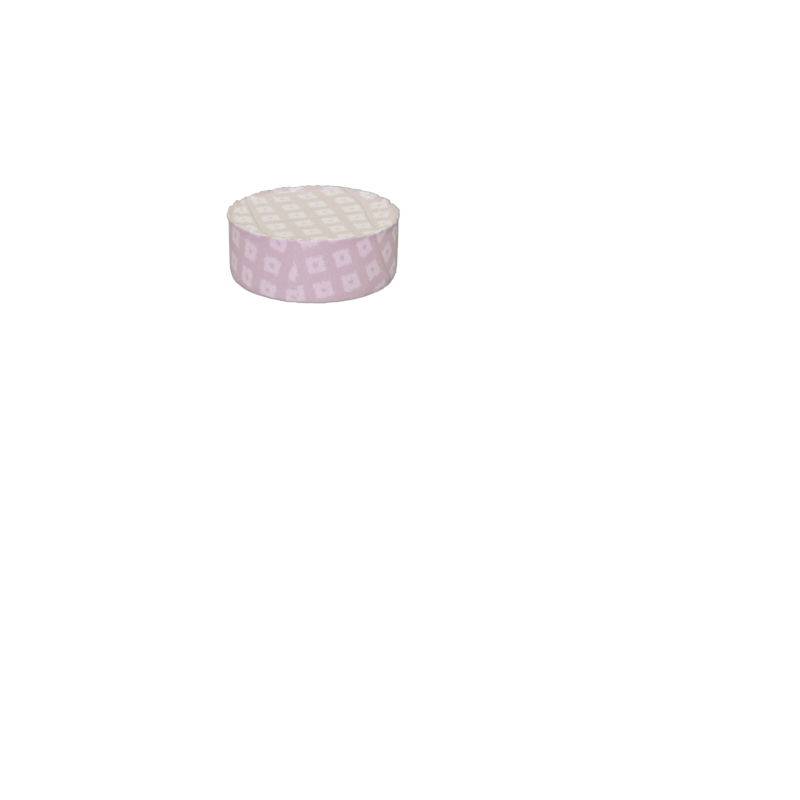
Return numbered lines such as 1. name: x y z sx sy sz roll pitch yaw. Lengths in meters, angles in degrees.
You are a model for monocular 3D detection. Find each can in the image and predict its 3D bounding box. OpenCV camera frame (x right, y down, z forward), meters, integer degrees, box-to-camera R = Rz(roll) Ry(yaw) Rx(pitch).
1. can: -0.043 -0.079 0.555 0.086 0.032 0.091 -1 26 -2
